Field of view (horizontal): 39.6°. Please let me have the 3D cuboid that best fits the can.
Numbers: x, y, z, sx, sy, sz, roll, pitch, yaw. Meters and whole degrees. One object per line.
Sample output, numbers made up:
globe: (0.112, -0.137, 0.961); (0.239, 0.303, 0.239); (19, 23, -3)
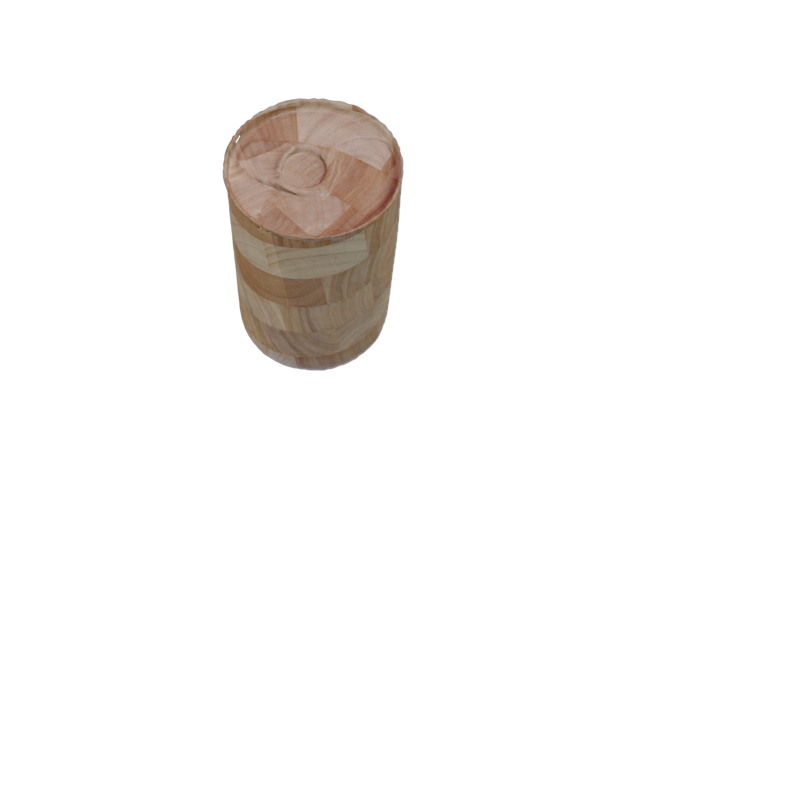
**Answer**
can: (-0.036, -0.065, 0.456); (0.068, 0.073, 0.096); (0, -31, -3)
